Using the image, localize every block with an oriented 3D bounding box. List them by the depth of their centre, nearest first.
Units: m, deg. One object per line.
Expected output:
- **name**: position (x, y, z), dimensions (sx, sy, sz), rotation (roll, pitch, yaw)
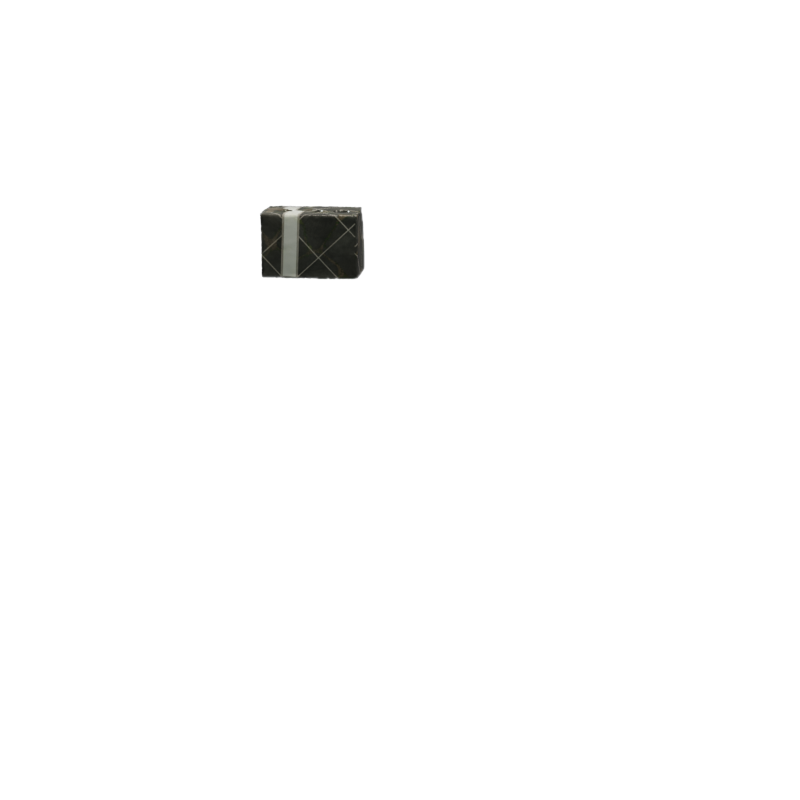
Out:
- **block**: position (-0.069, -0.125, 0.876), dimensions (0.078, 0.050, 0.054), rotation (1, 12, 5)
